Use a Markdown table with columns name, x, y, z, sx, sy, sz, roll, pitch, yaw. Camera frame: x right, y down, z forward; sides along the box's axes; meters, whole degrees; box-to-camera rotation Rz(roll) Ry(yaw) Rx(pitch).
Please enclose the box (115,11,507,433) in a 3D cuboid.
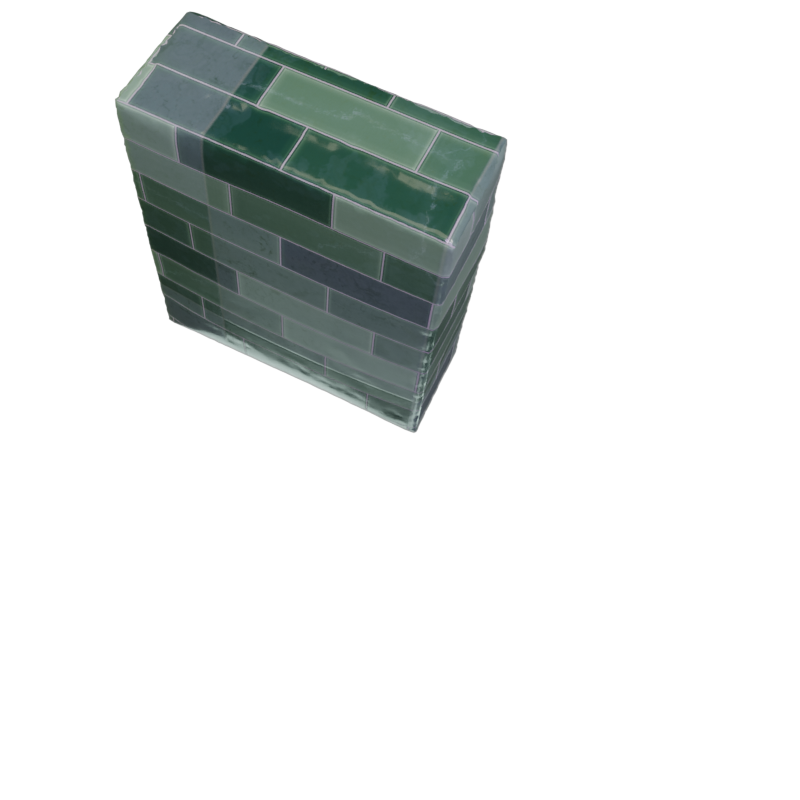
| name | x | y | z | sx | sy | sz | roll | pitch | yaw |
| --- | --- | --- | --- | --- | --- | --- | --- | --- | --- |
| box | -0.044 | -0.081 | 0.566 | 0.169 | 0.074 | 0.202 | 26 | -24 | 10 |
